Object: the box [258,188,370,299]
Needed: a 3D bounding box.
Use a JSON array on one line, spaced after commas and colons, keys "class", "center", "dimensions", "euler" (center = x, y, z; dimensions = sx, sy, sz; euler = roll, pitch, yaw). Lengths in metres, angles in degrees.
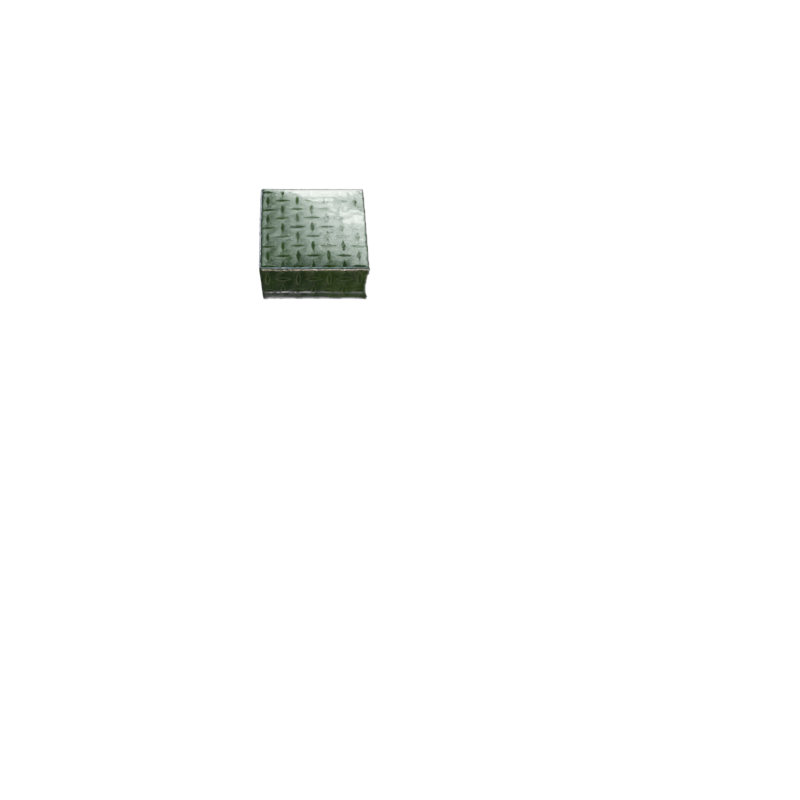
[{"class": "box", "center": [-0.073, -0.134, 0.936], "dimensions": [0.090, 0.122, 0.036], "euler": [-2, -45, -3]}]
